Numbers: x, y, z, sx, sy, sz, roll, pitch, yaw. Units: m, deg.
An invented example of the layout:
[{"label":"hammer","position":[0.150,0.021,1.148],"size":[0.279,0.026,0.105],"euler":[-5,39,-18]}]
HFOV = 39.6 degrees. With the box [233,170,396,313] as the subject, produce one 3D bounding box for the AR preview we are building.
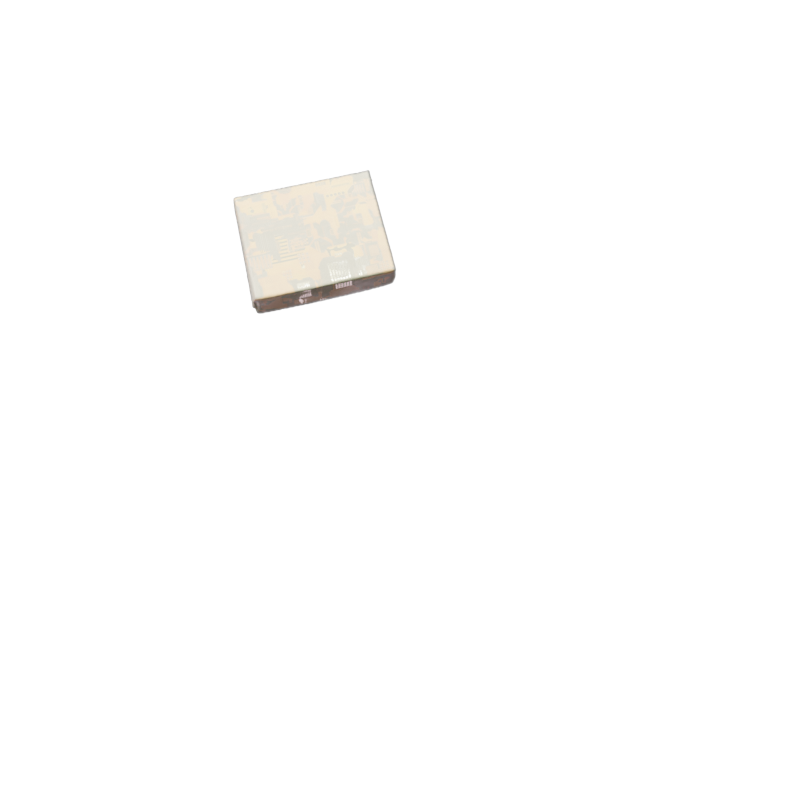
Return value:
[{"label":"box","position":[-0.068,-0.124,0.869],"size":[0.113,0.095,0.037],"euler":[-12,-22,-5]}]
